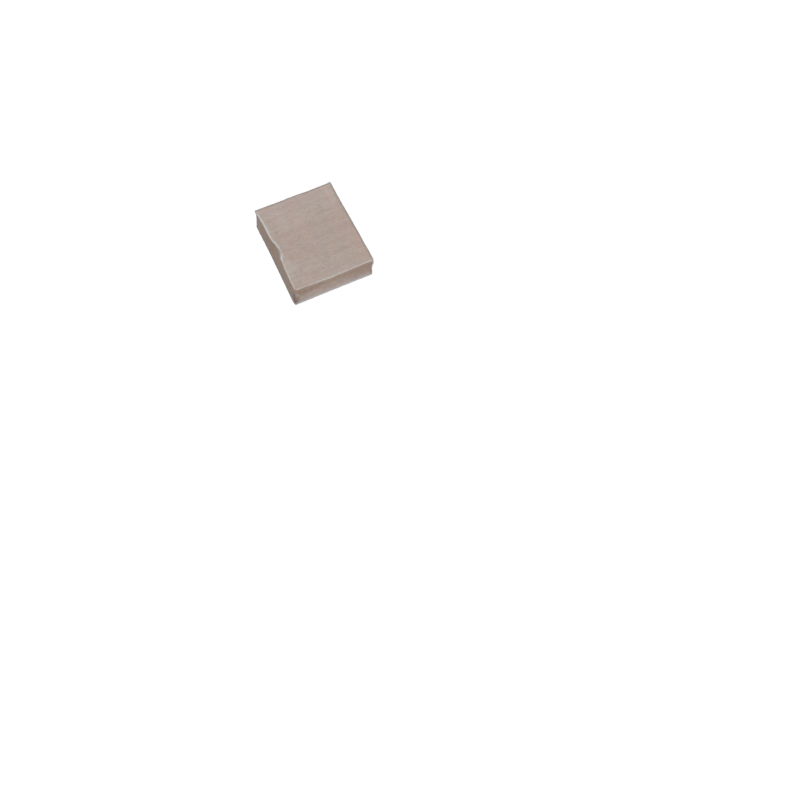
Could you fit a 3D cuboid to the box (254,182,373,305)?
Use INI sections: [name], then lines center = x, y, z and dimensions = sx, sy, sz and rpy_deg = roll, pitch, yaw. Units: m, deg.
[box]
center = -0.074, -0.135, 0.946
dimensions = 0.073, 0.095, 0.028
rpy_deg = -22, -26, -12
